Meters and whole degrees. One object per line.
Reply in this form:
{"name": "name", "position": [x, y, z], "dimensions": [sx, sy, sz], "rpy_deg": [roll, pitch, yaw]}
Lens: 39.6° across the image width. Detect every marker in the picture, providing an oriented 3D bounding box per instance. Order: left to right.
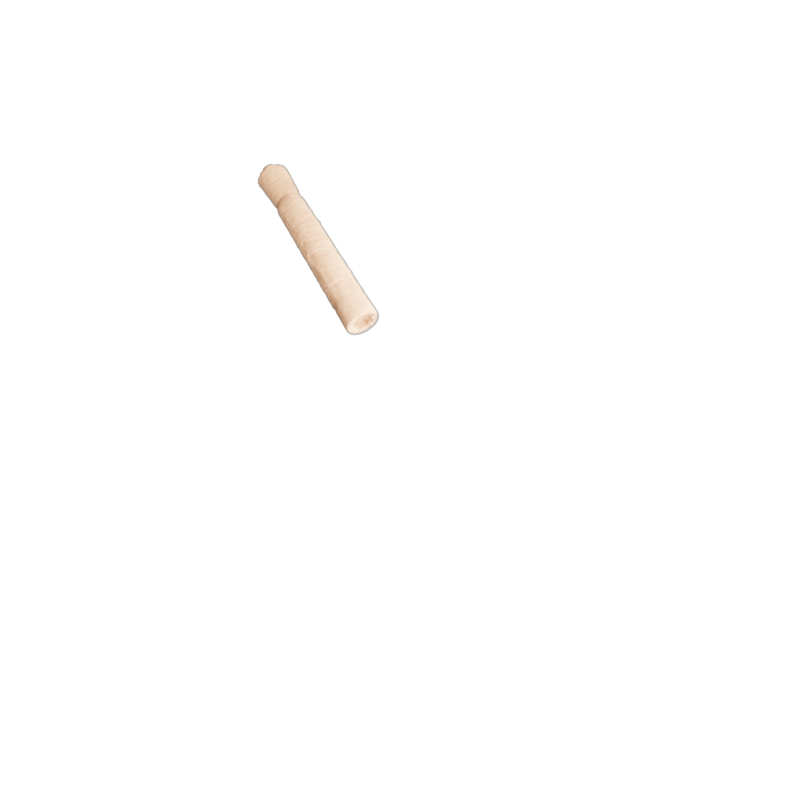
{"name": "marker", "position": [-0.047, -0.085, 0.598], "dimensions": [0.019, 0.130, 0.019], "rpy_deg": [-2, -43, -37]}
